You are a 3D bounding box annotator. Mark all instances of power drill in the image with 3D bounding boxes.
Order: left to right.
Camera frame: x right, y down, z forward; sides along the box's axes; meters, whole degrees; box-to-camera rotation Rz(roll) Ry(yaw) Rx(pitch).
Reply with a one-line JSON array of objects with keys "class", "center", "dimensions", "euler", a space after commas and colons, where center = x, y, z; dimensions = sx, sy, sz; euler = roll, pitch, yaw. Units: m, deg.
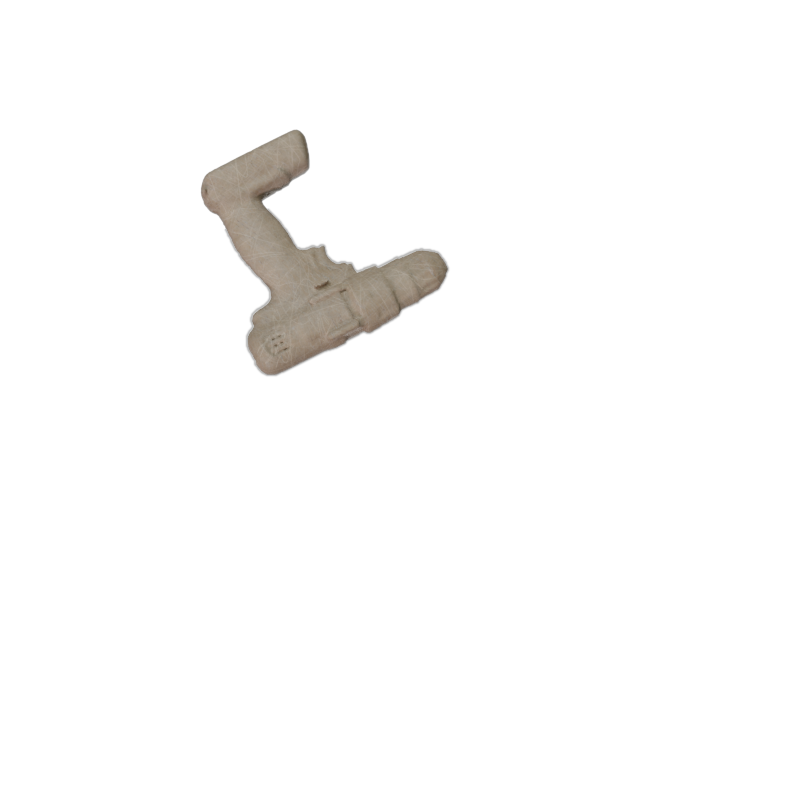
[{"class": "power drill", "center": [-0.075, -0.137, 0.963], "dimensions": [0.184, 0.195, 0.055], "euler": [-27, -14, -8]}]
